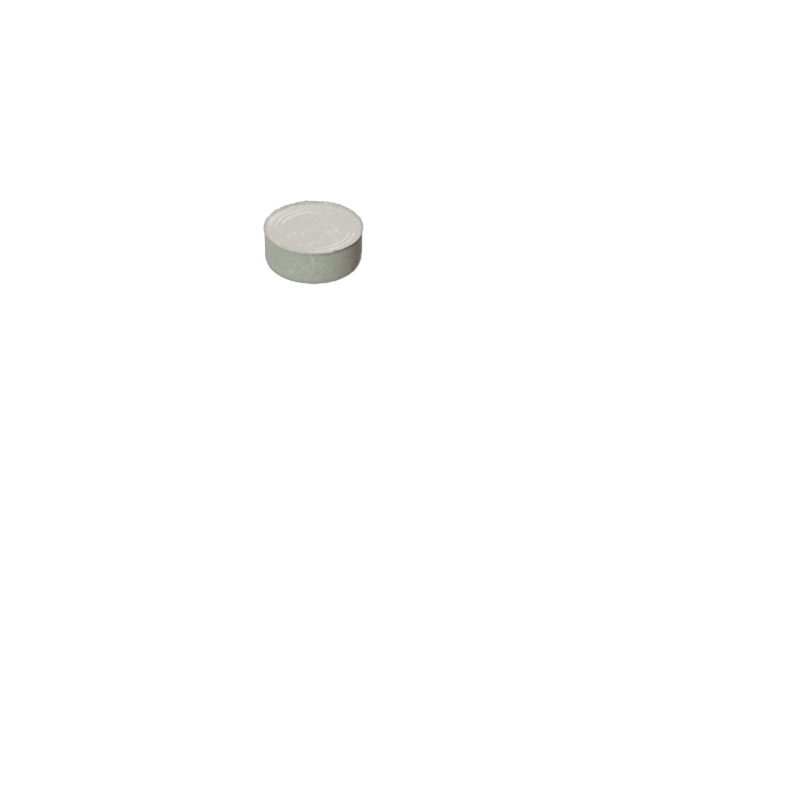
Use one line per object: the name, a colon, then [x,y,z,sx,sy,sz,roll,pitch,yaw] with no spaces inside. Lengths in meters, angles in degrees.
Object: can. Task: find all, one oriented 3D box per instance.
can: [-0.075,-0.137,0.959,0.086,0.031,0.092,-1,38,-2]
